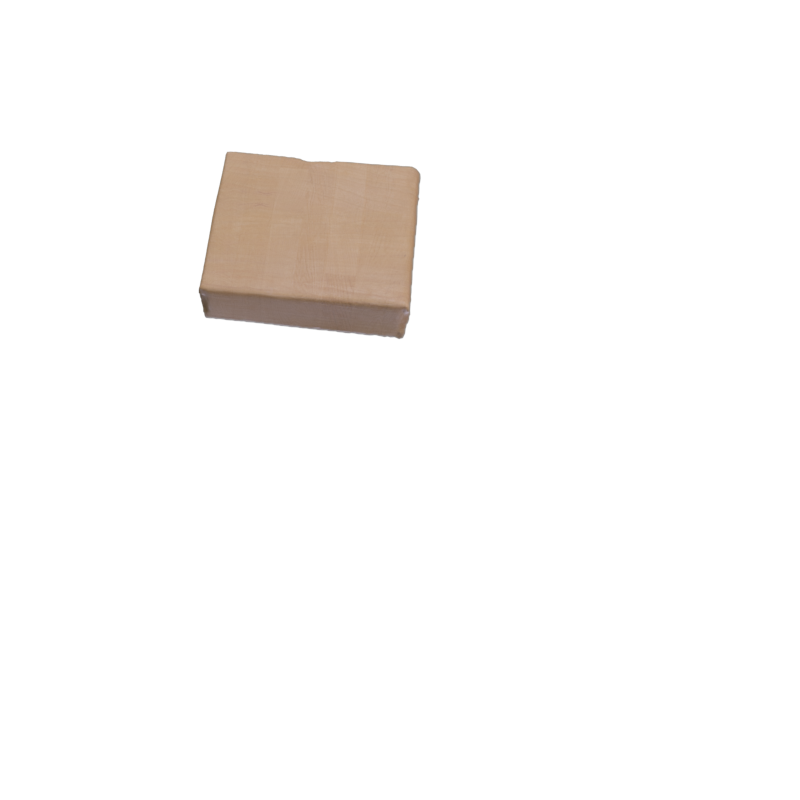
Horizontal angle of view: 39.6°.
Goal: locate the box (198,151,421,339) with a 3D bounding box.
[{"bbox_3d":[-0.038,-0.069,0.484,0.090,0.077,0.028,5,-30,3],"label":"box"}]
